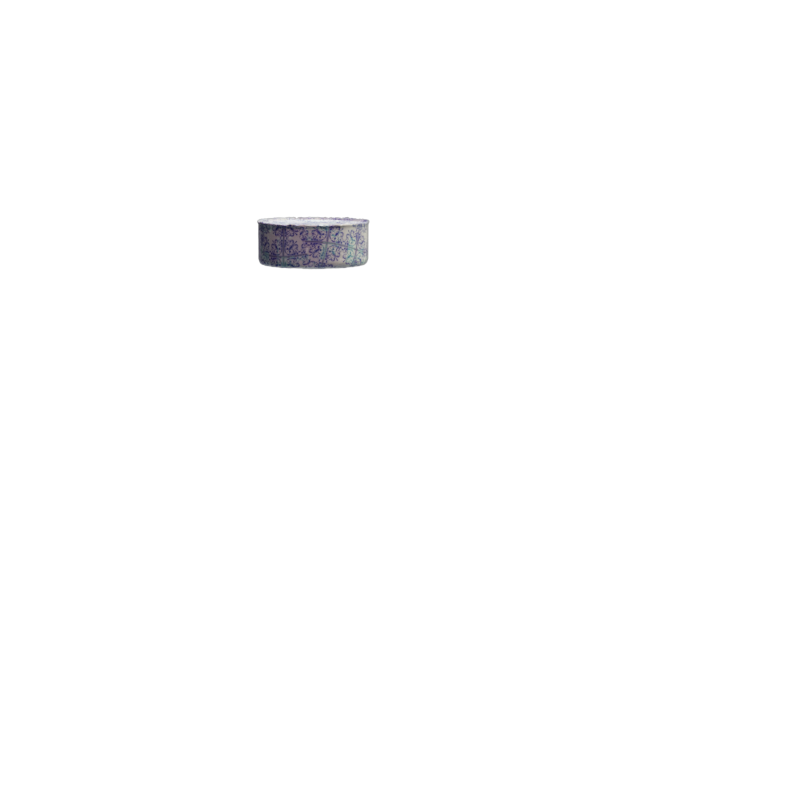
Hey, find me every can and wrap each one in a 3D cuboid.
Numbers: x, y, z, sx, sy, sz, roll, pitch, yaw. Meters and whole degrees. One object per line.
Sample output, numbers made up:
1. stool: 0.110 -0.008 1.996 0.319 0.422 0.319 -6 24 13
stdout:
1. can: -0.066 -0.121 0.847 0.086 0.033 0.088 0 12 -2
